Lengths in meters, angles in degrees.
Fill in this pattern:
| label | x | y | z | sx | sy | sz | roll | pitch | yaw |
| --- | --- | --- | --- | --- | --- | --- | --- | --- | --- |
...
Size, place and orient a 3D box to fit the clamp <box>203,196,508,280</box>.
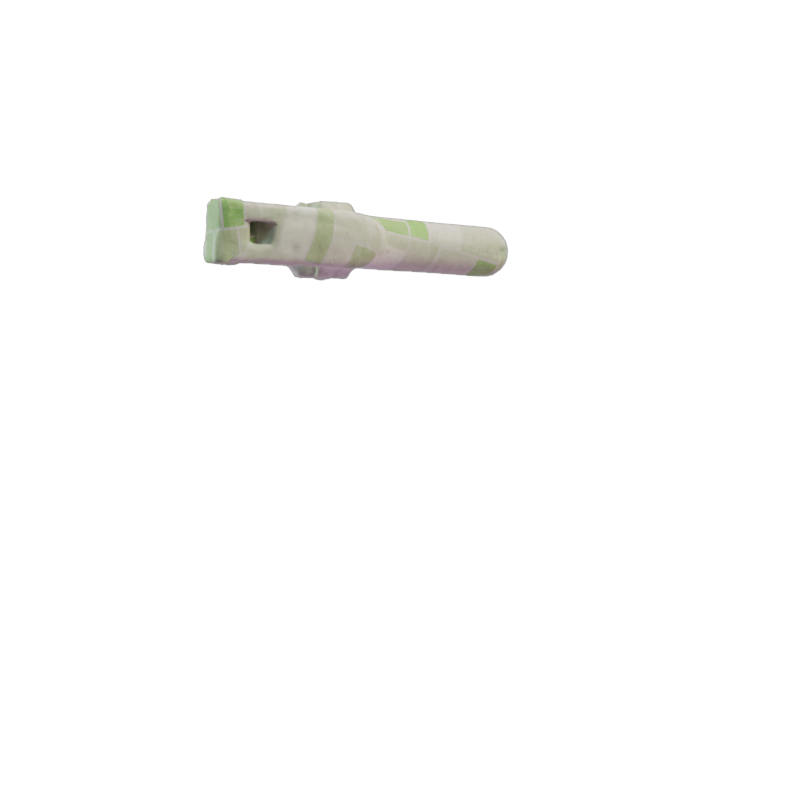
| label | x | y | z | sx | sy | sz | roll | pitch | yaw |
| --- | --- | --- | --- | --- | --- | --- | --- | --- | --- |
| clamp | -0.041 | -0.075 | 0.529 | 0.124 | 0.040 | 0.164 | 0 | 0 | 40 |
